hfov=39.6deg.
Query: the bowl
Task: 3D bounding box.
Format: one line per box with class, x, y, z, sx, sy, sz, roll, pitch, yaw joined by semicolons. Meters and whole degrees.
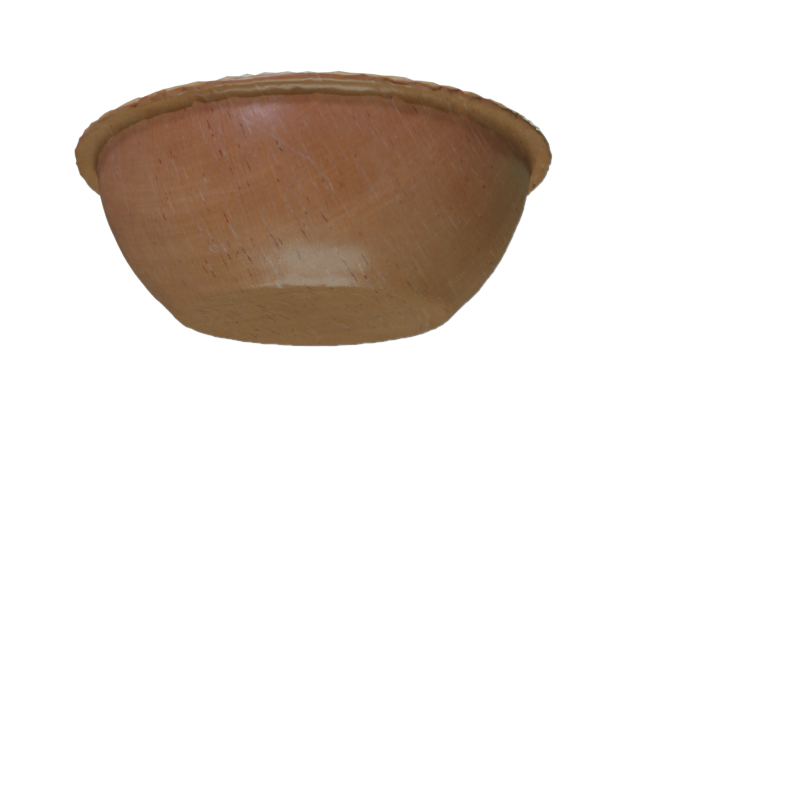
bowl;-0.029;-0.054;0.375;0.162;0.057;0.157;0;-10;-2
